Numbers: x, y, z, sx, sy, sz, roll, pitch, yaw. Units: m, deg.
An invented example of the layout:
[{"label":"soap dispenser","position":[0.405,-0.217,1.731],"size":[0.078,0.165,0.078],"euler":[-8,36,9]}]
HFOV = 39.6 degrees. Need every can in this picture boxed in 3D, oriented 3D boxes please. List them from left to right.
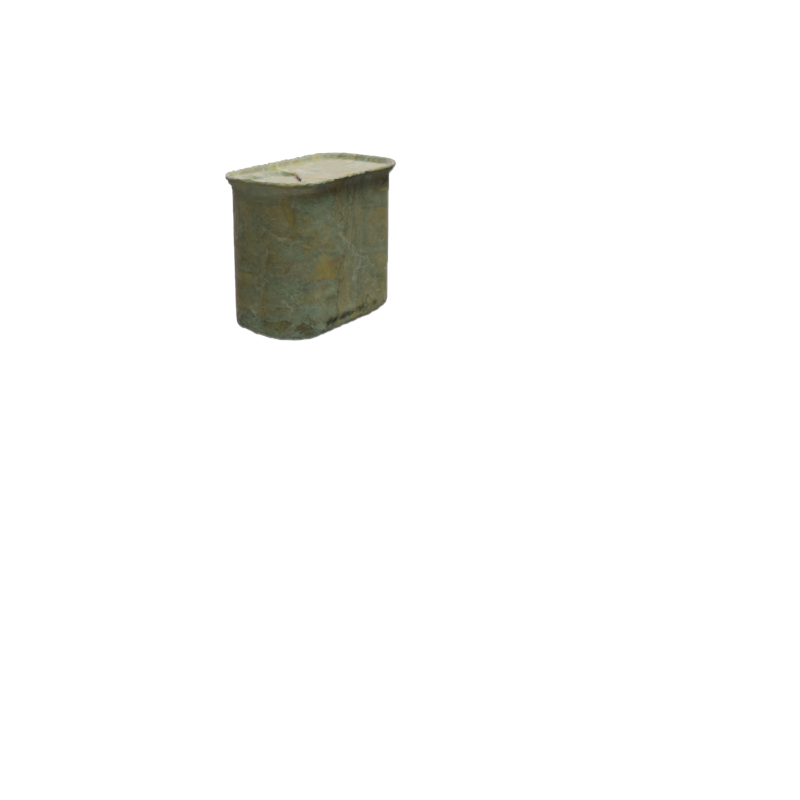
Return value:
[{"label":"can","position":[-0.047,-0.086,0.606],"size":[0.060,0.081,0.101],"euler":[11,21,32]}]
